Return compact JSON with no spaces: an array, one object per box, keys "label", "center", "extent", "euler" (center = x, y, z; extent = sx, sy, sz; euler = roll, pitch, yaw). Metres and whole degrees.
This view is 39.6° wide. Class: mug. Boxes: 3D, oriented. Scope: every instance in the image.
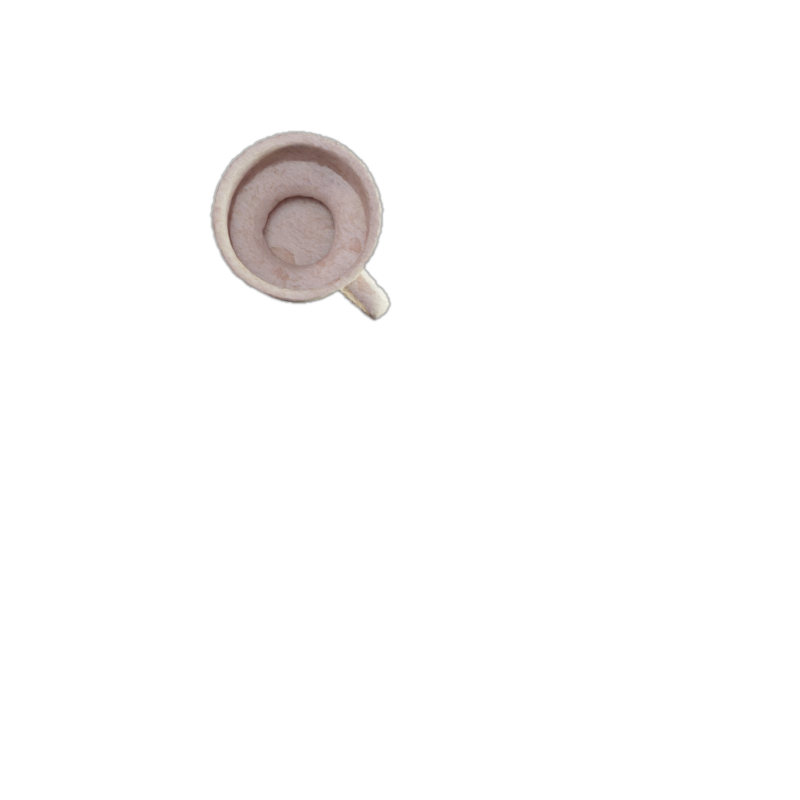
[{"label":"mug","center":[-0.050,-0.091,0.640],"extent":[0.119,0.094,0.080],"euler":[43,-5,3]}]
